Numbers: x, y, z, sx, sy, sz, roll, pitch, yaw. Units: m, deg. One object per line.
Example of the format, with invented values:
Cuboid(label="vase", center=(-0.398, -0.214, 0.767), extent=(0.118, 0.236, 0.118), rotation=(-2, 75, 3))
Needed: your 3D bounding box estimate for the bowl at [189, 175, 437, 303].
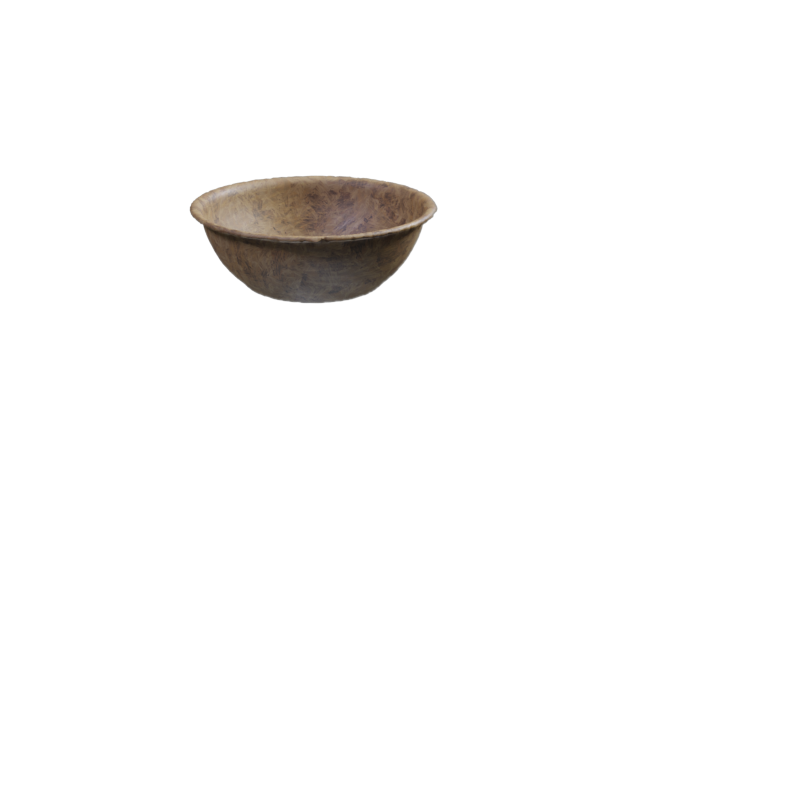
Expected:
Cuboid(label="bowl", center=(-0.057, -0.105, 0.734), extent=(0.162, 0.053, 0.170), rotation=(-1, 24, -2))
